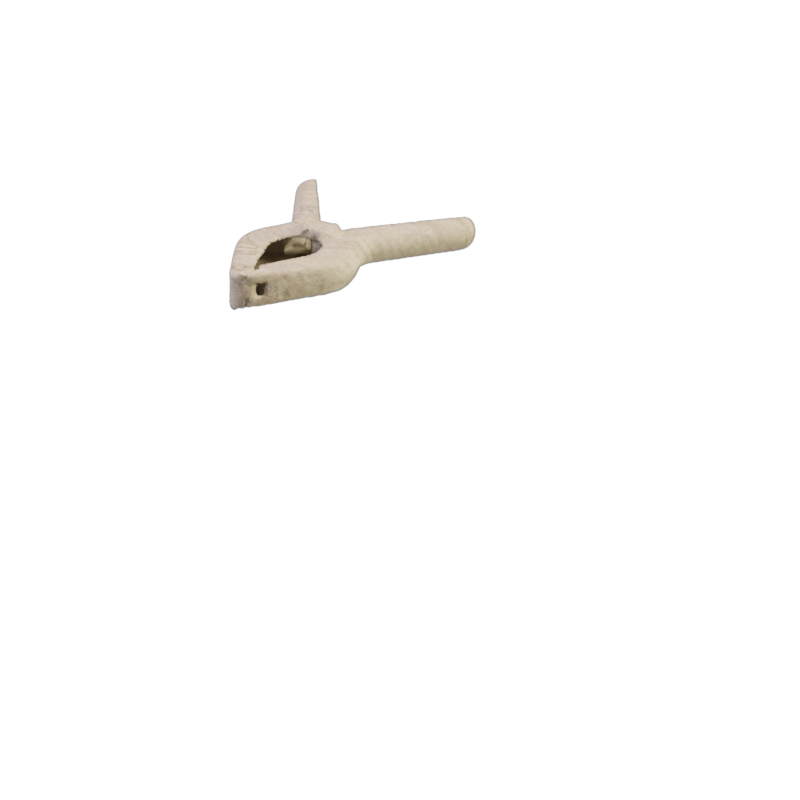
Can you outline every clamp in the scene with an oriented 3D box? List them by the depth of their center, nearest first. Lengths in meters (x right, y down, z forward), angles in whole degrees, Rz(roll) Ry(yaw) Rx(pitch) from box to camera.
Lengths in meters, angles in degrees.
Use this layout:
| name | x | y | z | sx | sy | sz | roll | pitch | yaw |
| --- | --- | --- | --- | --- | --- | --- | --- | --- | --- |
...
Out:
| name | x | y | z | sx | sy | sz | roll | pitch | yaw |
| --- | --- | --- | --- | --- | --- | --- | --- | --- | --- |
| clamp | -0.066 | -0.120 | 0.843 | 0.174 | 0.034 | 0.209 | 22 | 35 | 34 |
